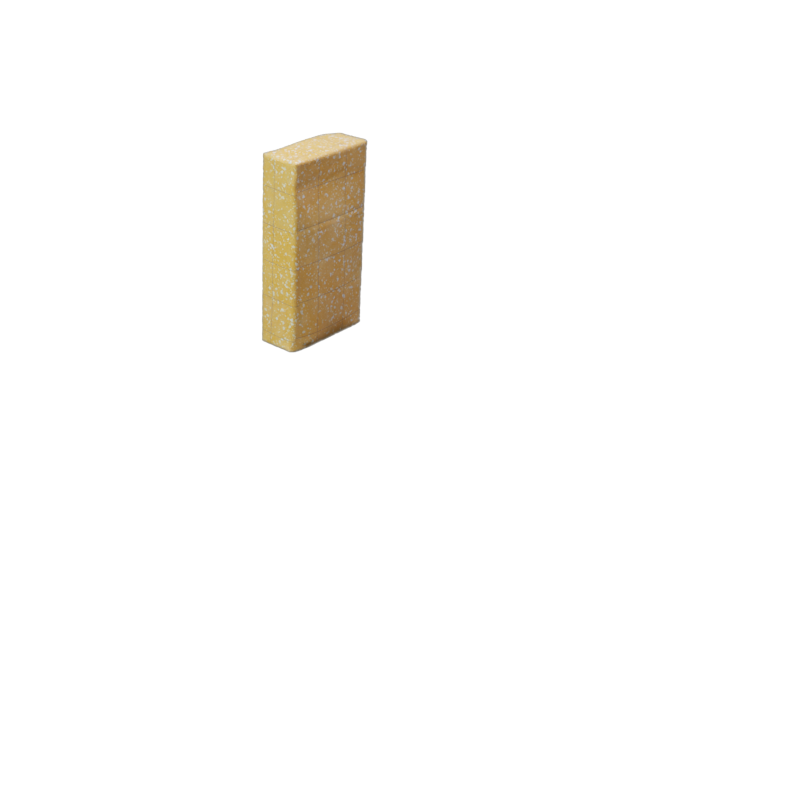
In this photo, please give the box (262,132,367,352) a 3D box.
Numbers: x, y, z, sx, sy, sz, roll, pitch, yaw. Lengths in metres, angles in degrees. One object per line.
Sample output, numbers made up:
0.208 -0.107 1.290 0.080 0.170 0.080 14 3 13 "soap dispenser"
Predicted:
-0.075 -0.137 0.961 0.051 0.168 0.093 19 29 35 "box"
